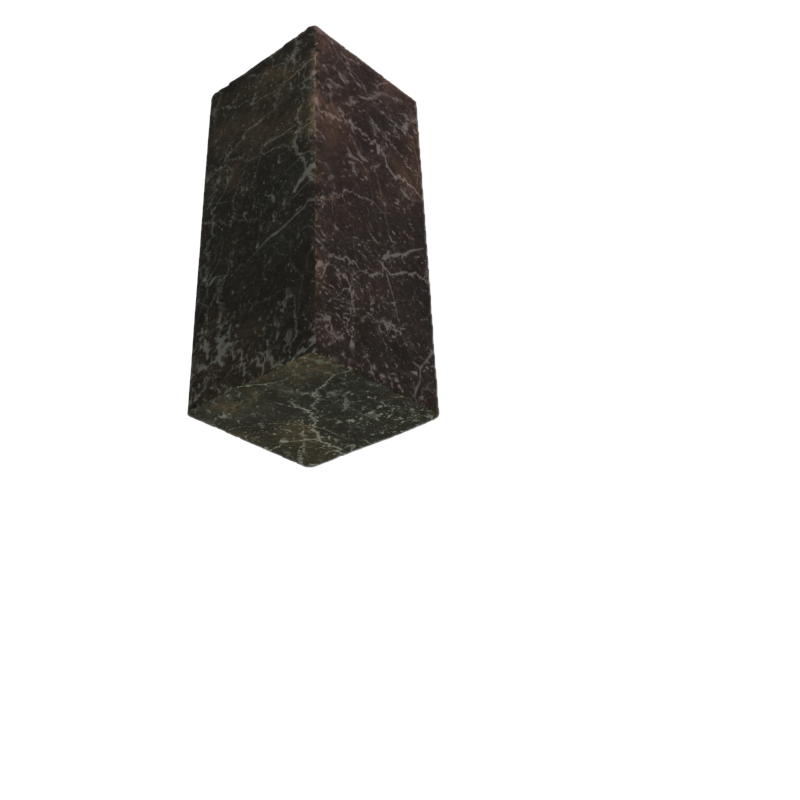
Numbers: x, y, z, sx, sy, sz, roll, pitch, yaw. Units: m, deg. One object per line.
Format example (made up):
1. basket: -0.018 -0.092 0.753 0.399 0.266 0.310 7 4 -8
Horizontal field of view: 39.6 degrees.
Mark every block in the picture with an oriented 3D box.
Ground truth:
1. block: -0.047 -0.084 0.592 0.090 0.220 0.085 -27 -40 33
